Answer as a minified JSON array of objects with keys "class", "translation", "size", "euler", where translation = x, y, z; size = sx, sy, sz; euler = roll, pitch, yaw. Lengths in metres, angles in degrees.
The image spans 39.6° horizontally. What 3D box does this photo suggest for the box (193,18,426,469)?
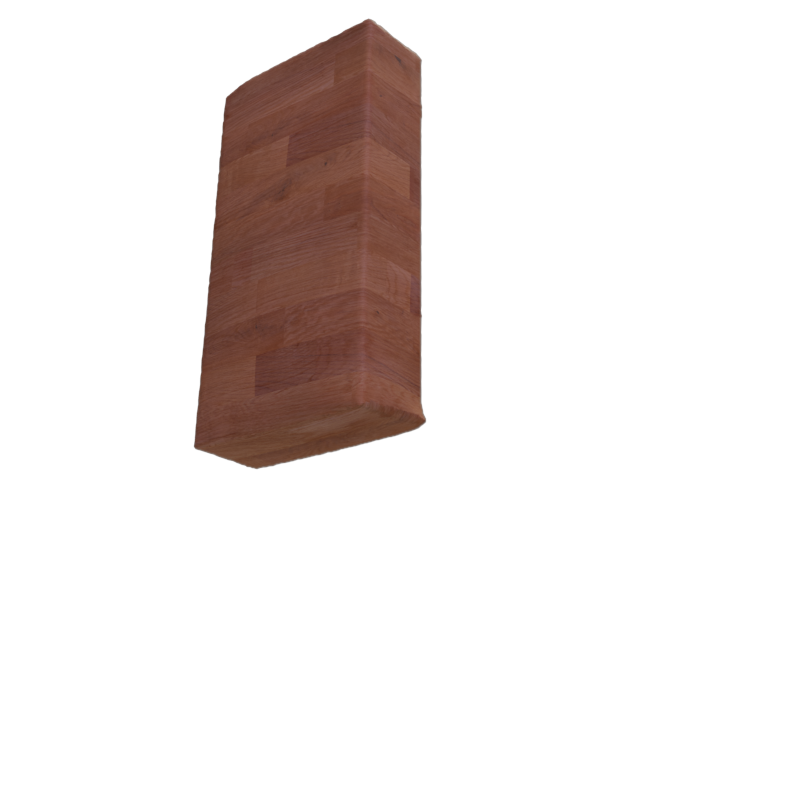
[{"class":"box","translation":[-0.037,-0.068,0.473],"size":[0.094,0.186,0.045],"euler":[-19,-30,35]}]
